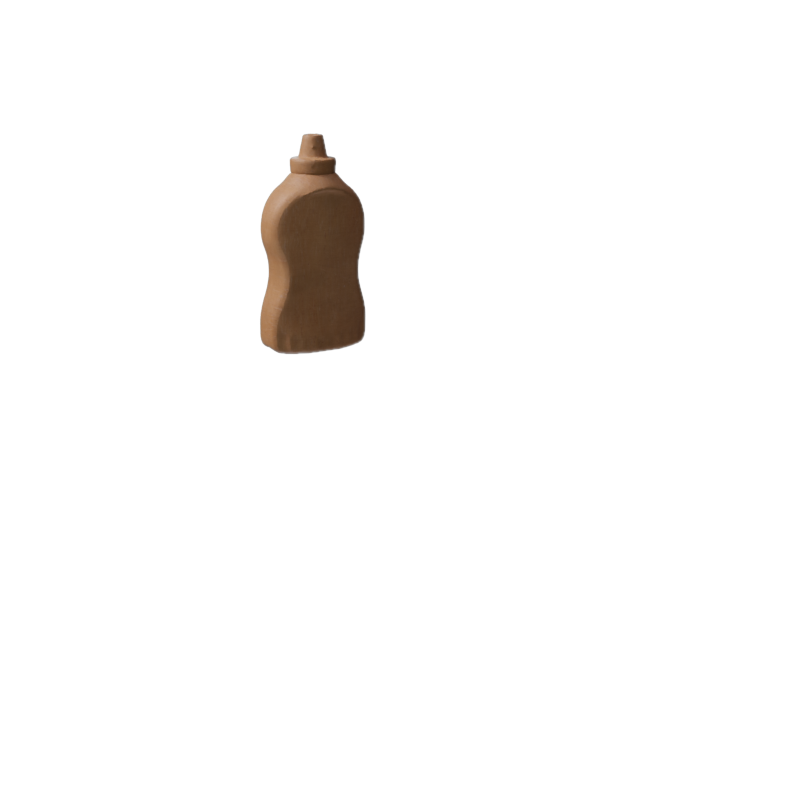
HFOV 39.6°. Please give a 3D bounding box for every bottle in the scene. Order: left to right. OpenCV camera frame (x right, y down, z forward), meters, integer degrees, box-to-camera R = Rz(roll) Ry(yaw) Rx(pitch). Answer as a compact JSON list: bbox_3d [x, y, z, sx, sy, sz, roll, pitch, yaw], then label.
[{"bbox_3d":[-0.078,-0.142,0.992,0.093,0.187,0.061,-6,13,-28],"label":"bottle"}]
